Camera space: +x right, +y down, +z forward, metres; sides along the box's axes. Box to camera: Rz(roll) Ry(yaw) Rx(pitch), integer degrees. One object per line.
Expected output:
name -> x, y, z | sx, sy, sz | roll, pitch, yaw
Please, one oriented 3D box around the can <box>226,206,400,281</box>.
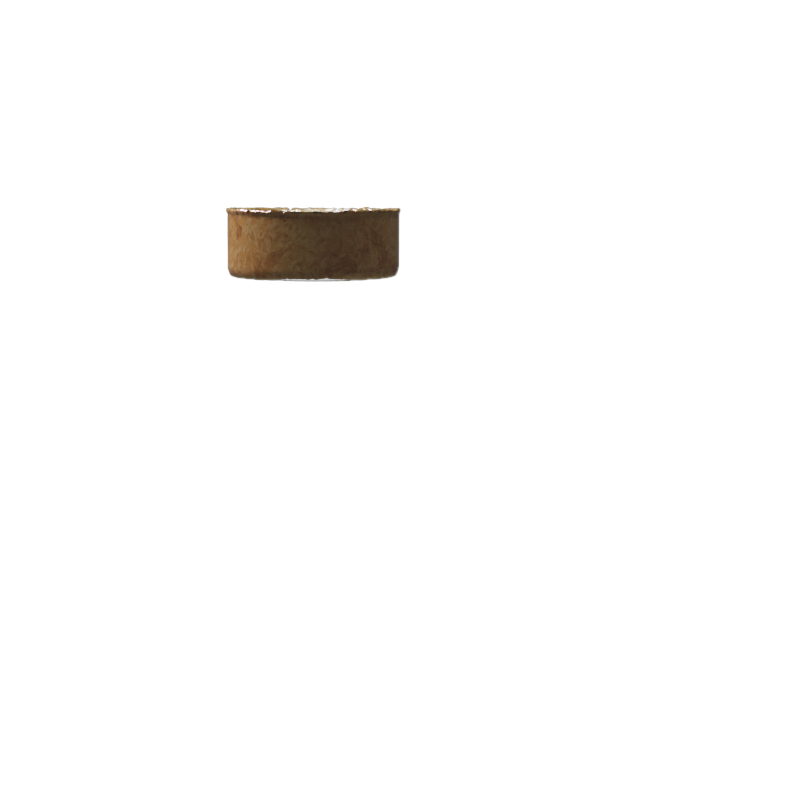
can -> -0.043, -0.078, 0.546 | 0.086, 0.033, 0.087 | 0, 10, -2
